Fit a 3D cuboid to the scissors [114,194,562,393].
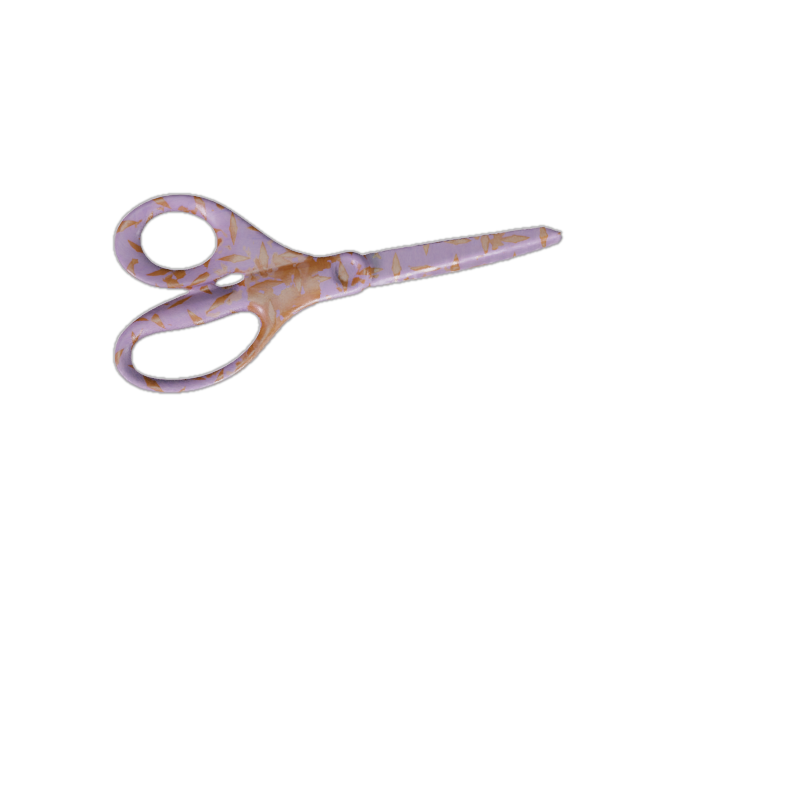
[{"bbox_3d":[-0.039,-0.070,0.493,0.201,0.099,0.015,-26,-9,-5],"label":"scissors"}]
